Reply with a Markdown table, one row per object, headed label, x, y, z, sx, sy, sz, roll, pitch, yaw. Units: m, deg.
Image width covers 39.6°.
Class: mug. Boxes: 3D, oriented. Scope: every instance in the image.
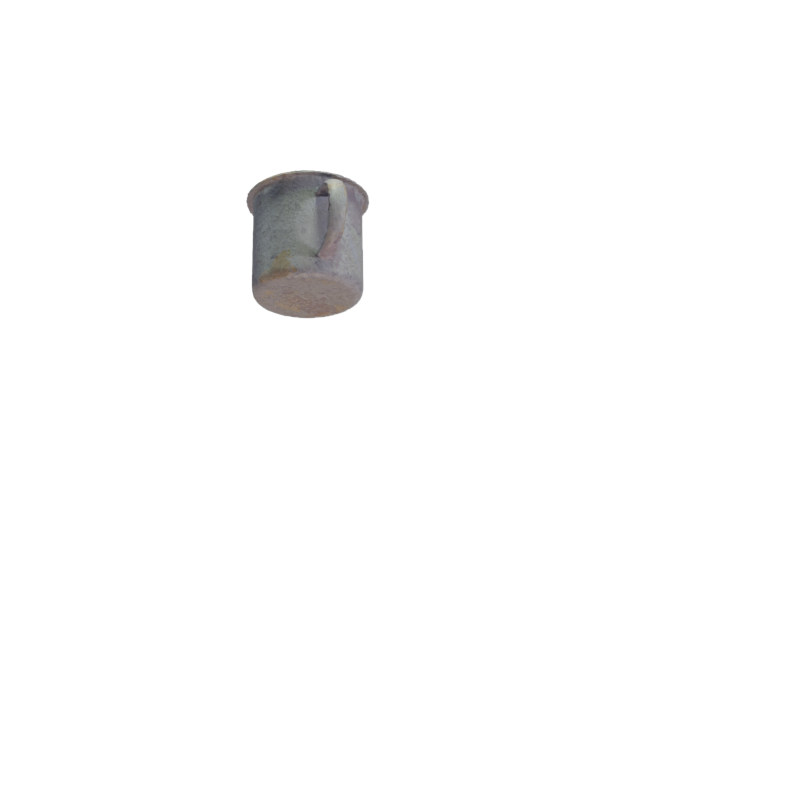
| label | x | y | z | sx | sy | sz | roll | pitch | yaw |
| --- | --- | --- | --- | --- | --- | --- | --- | --- | --- |
| mug | -0.064 | -0.116 | 0.811 | 0.090 | 0.086 | 0.115 | 9 | -25 | -22 |
